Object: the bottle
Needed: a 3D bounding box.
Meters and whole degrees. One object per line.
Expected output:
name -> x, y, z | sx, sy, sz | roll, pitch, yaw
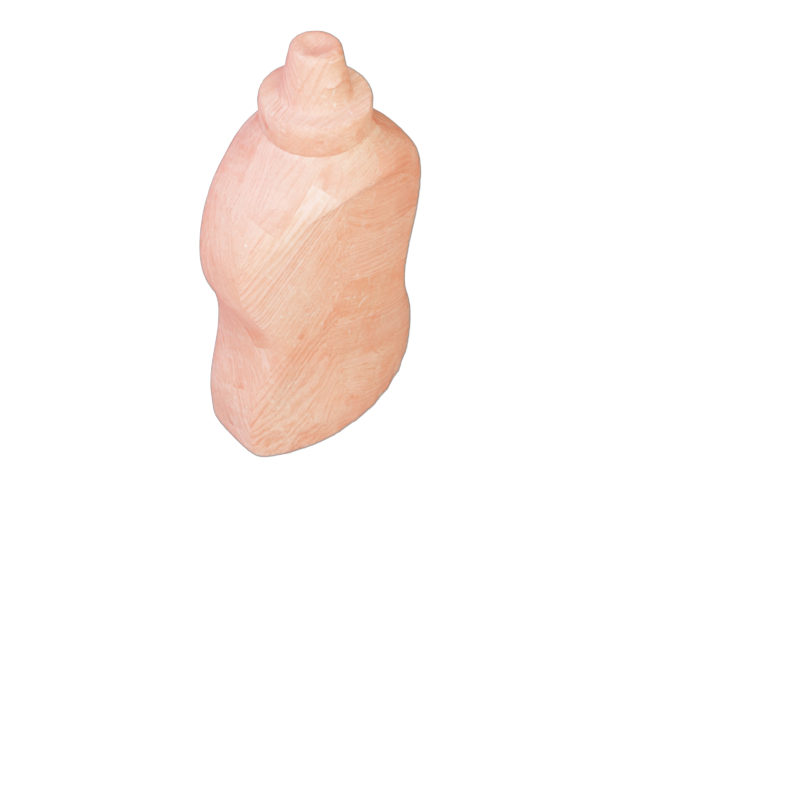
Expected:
bottle -> -0.034, -0.063, 0.441 | 0.096, 0.179, 0.062 | -33, 59, -27
